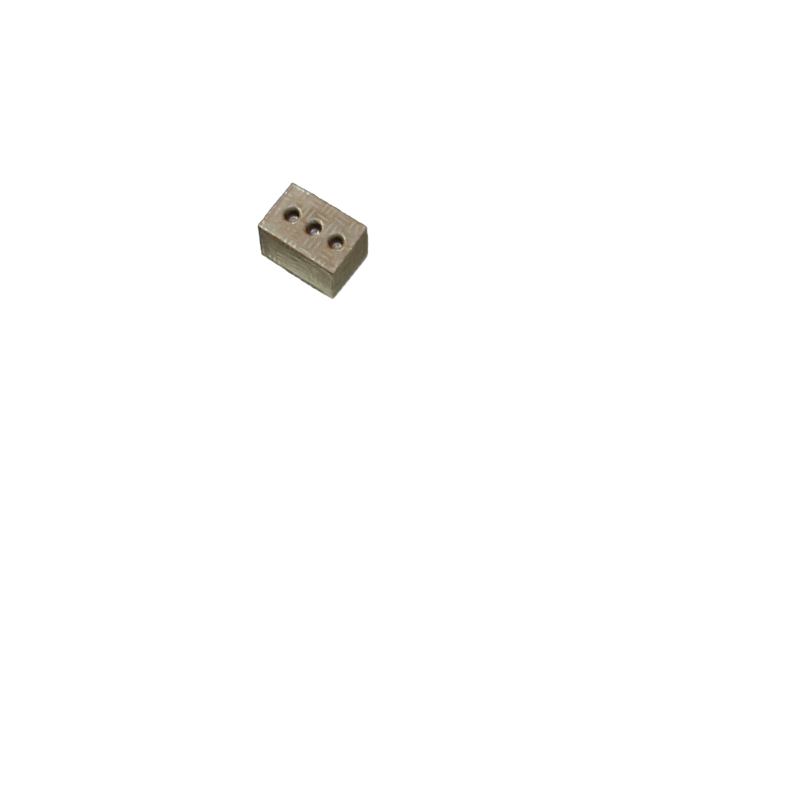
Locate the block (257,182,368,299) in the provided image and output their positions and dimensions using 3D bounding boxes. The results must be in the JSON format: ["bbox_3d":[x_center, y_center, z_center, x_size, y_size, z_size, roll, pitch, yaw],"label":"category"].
[{"bbox_3d":[-0.072,-0.131,0.921,0.081,0.054,0.048,32,-21,13],"label":"block"}]
